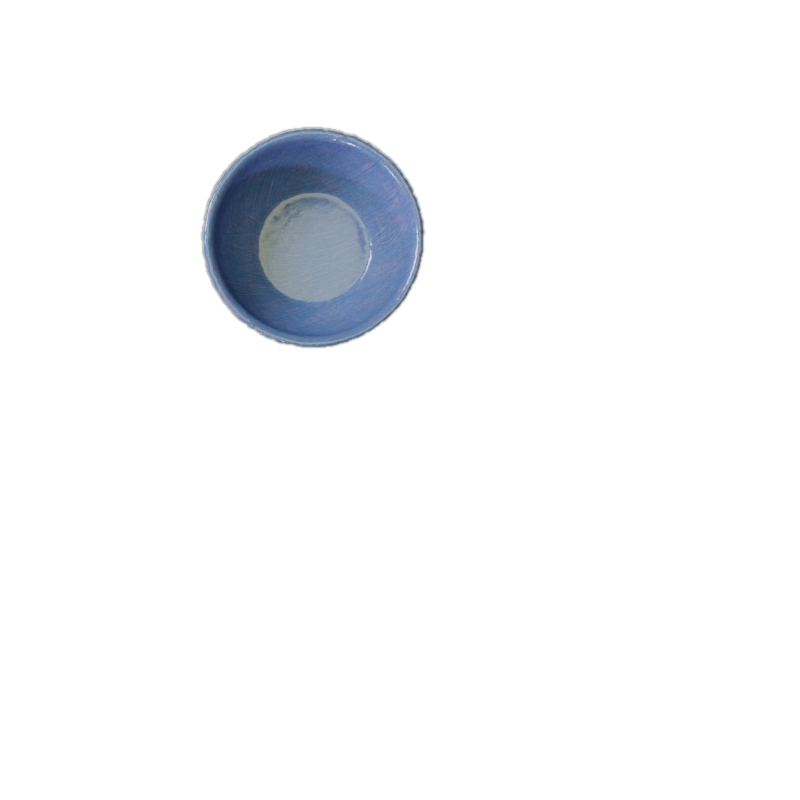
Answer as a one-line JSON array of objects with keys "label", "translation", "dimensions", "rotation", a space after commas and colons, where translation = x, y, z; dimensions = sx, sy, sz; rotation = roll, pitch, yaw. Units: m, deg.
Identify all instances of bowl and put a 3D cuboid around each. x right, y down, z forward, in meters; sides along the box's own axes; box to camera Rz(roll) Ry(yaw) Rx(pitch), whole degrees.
[{"label": "bowl", "translation": [-0.065, -0.119, 0.832], "dimensions": [0.162, 0.166, 0.054], "rotation": [0, -8, 0]}]
